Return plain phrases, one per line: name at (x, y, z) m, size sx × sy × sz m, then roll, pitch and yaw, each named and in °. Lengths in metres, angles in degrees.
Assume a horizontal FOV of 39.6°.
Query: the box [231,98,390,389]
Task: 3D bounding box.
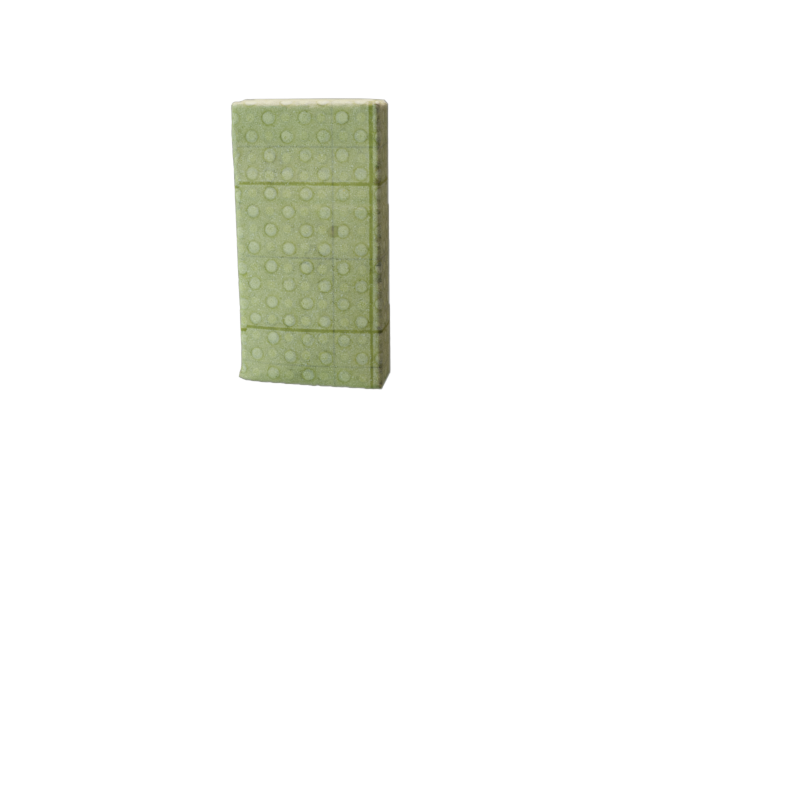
box at (-0.054, -0.098, 0.688) m, size 0.095 × 0.172 × 0.048 m, roll 3°, pitch 9°, yaw 11°
